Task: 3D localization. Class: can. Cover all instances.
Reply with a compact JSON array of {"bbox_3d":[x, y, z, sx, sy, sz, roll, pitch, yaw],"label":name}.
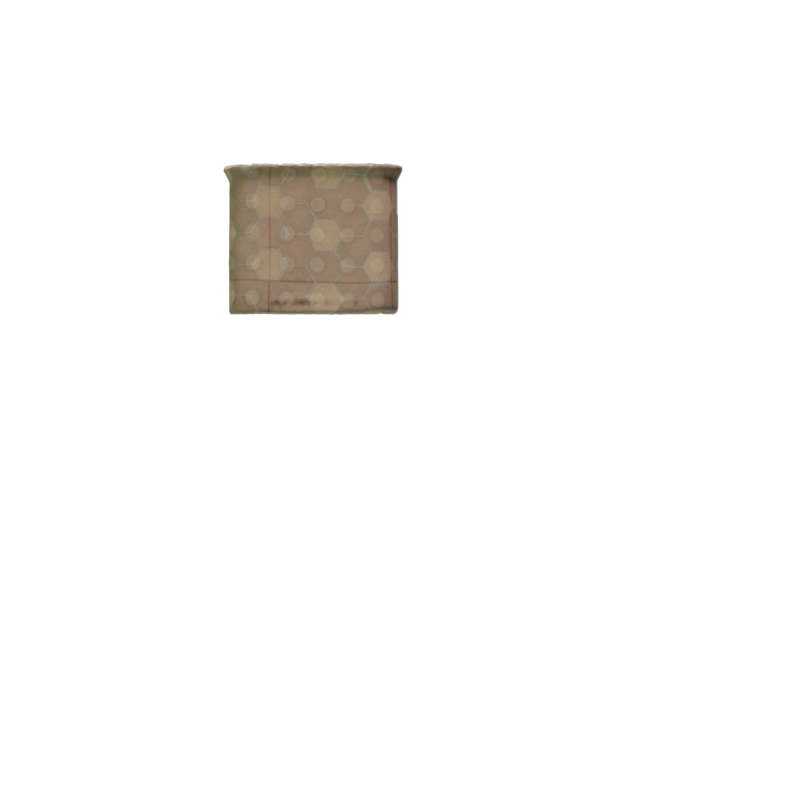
[{"bbox_3d":[-0.050,-0.091,0.637,0.102,0.084,0.057,0,-1,-1],"label":"can"}]
